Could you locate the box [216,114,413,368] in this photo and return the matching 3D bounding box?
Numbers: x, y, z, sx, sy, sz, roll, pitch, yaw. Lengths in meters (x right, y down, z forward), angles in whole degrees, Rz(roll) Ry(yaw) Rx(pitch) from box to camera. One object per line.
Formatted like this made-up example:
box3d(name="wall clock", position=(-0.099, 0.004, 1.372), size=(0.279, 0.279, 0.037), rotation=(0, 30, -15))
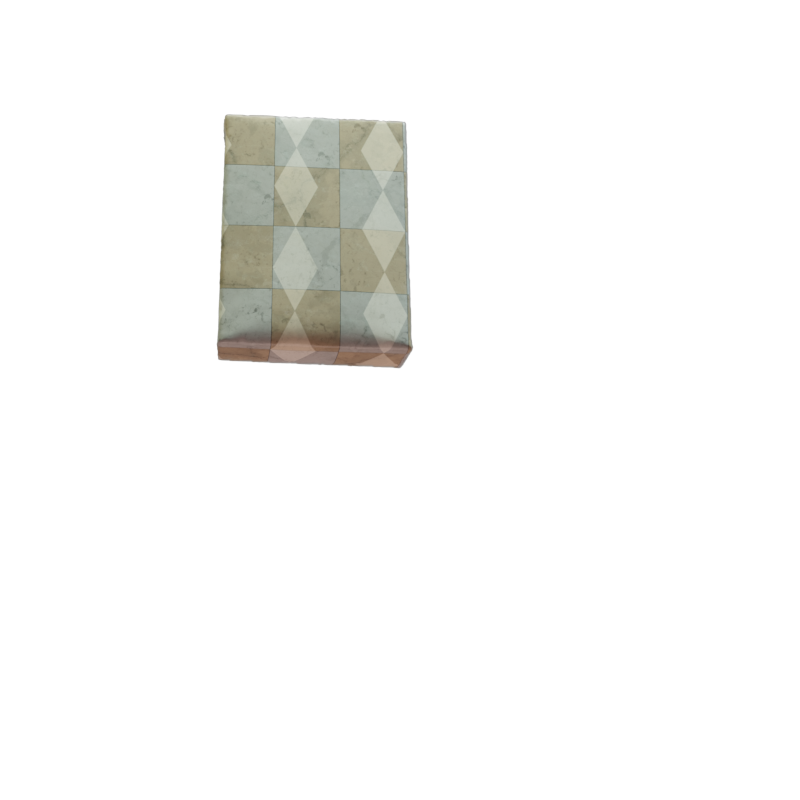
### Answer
box3d(name="box", position=(-0.076, -0.139, 0.975), size=(0.163, 0.224, 0.069), rotation=(1, -21, -6))
